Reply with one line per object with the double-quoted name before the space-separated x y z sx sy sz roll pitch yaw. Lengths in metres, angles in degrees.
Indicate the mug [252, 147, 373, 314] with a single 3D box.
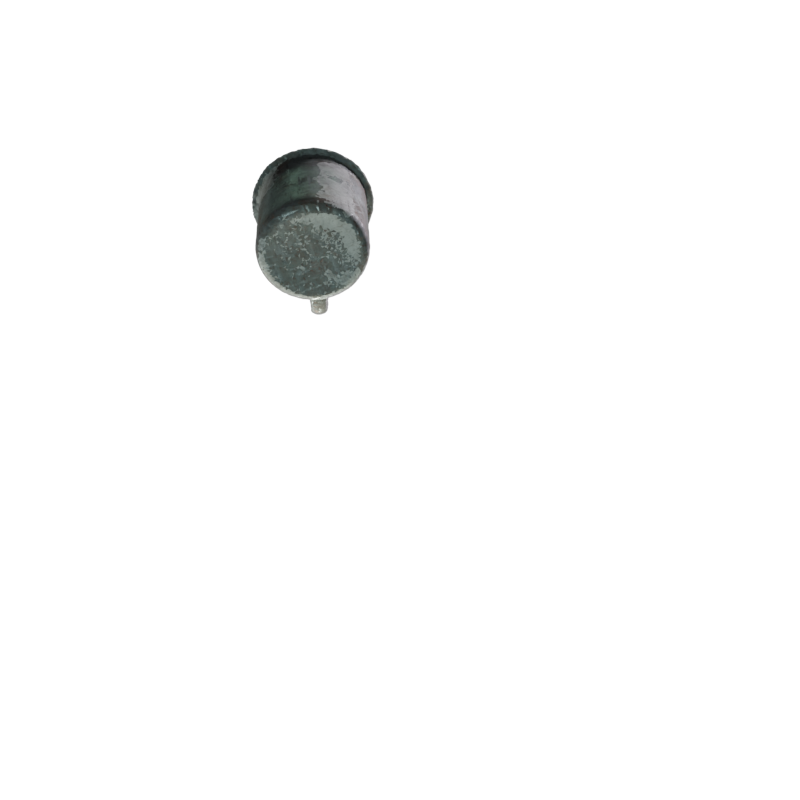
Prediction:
"mug" -0.064 -0.117 0.821 0.093 0.110 0.087 -1 32 -1
